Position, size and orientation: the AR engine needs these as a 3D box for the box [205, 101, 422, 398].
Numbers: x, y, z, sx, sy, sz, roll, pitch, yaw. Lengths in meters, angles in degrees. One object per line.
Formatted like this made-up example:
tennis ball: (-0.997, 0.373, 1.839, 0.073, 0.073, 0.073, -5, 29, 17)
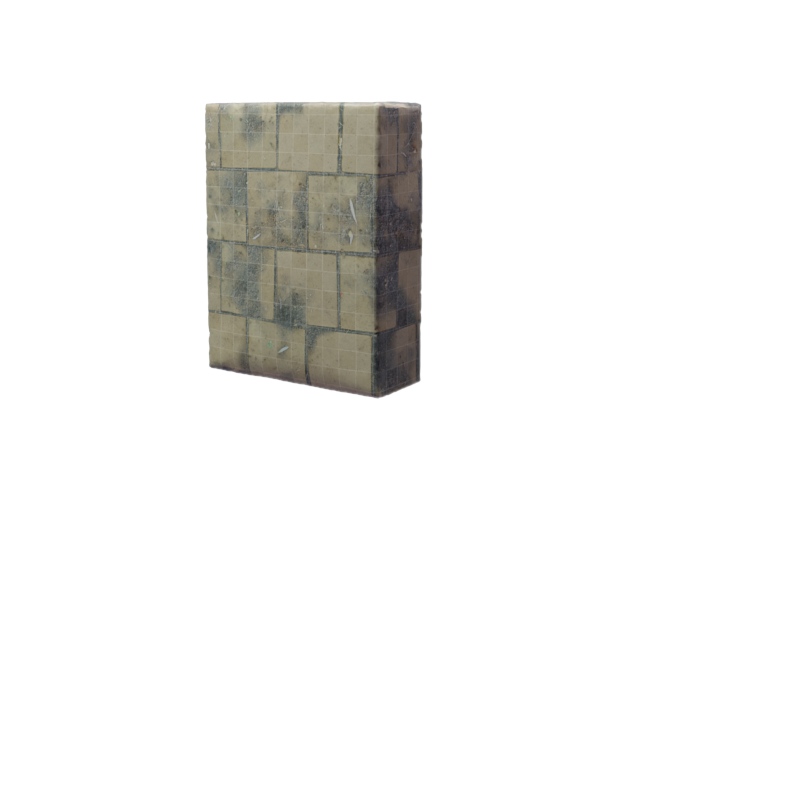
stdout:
box: (-0.067, -0.122, 0.855, 0.171, 0.210, 0.070, 7, 10, 34)
